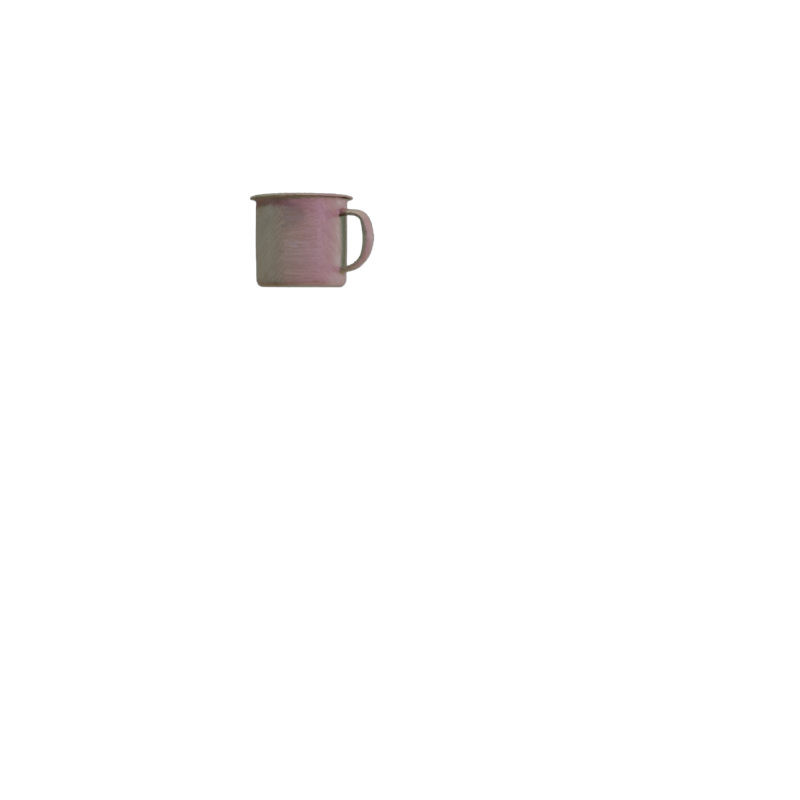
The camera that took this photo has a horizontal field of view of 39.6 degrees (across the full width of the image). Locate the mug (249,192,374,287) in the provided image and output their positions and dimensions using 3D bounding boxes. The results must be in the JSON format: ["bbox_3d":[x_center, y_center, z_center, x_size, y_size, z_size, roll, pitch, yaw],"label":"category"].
[{"bbox_3d":[-0.077,-0.141,0.988,0.121,0.082,0.090,1,2,24],"label":"mug"}]
